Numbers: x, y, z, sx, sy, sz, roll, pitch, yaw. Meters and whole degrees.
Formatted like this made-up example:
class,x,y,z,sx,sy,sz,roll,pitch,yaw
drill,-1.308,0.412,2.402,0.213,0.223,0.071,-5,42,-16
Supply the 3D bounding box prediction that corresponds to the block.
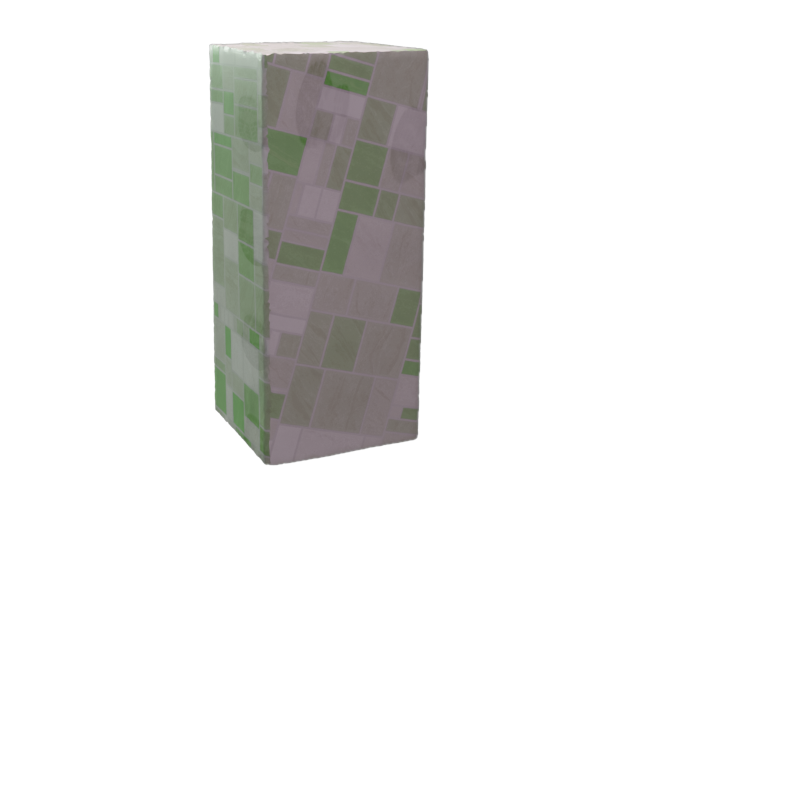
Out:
class,x,y,z,sx,sy,sz,roll,pitch,yaw
block,-0.045,-0.084,0.590,0.088,0.200,0.096,-6,16,-25
